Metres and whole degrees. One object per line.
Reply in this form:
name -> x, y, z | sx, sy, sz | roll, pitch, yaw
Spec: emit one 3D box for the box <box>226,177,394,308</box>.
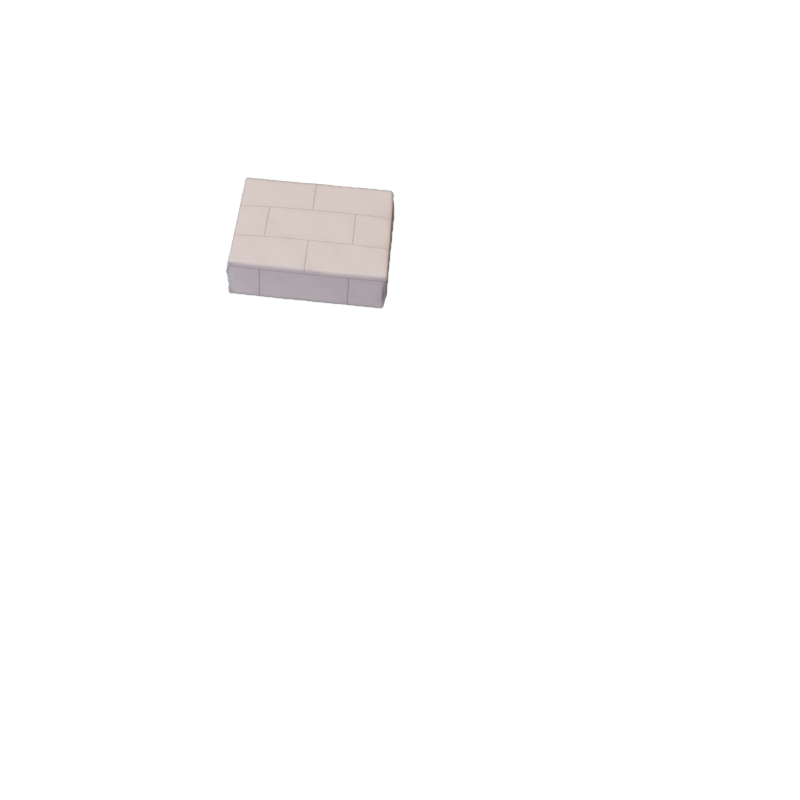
box -> -0.062, -0.114, 0.796 | 0.114, 0.096, 0.036 | 3, -43, 3
